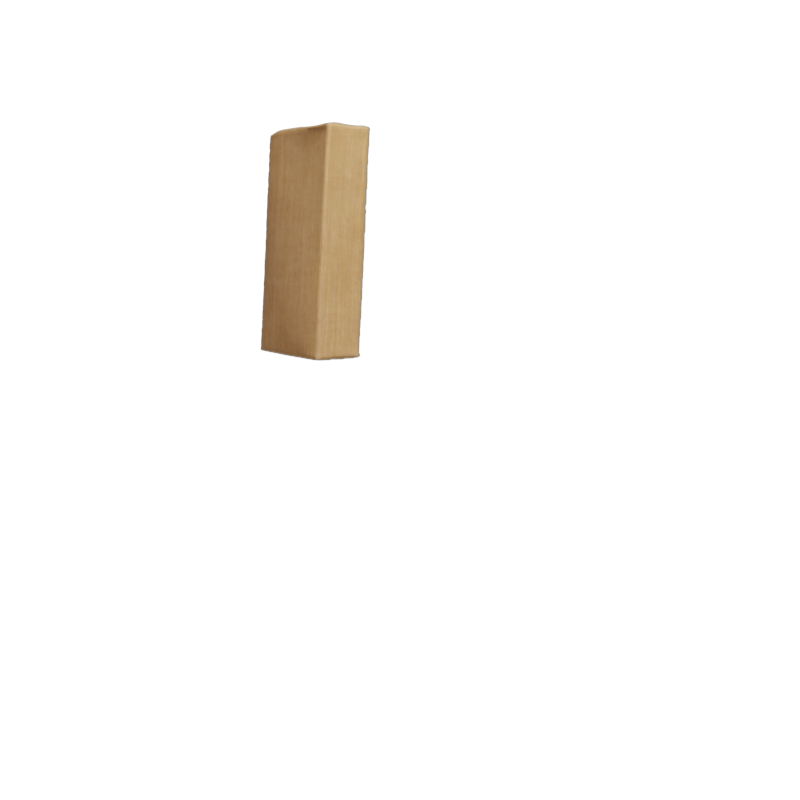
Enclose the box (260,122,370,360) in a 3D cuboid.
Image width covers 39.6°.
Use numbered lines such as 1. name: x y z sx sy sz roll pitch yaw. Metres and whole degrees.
1. box: -0.067 -0.122 0.857 0.046 0.176 0.097 0 1 -34
